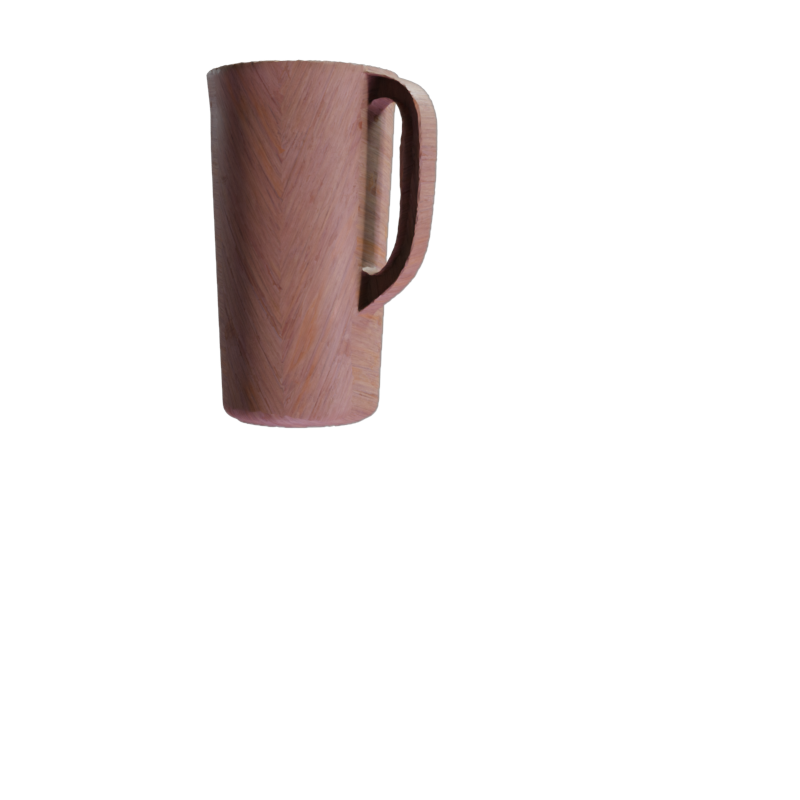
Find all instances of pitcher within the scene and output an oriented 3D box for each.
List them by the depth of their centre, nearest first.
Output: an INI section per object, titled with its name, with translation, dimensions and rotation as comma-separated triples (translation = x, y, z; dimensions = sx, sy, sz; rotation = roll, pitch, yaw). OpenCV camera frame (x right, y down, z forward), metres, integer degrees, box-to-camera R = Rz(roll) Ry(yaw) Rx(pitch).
[pitcher]
translation = -0.059, -0.108, 0.756
dimensions = 0.143, 0.243, 0.151
rotation = 0, 2, -9
